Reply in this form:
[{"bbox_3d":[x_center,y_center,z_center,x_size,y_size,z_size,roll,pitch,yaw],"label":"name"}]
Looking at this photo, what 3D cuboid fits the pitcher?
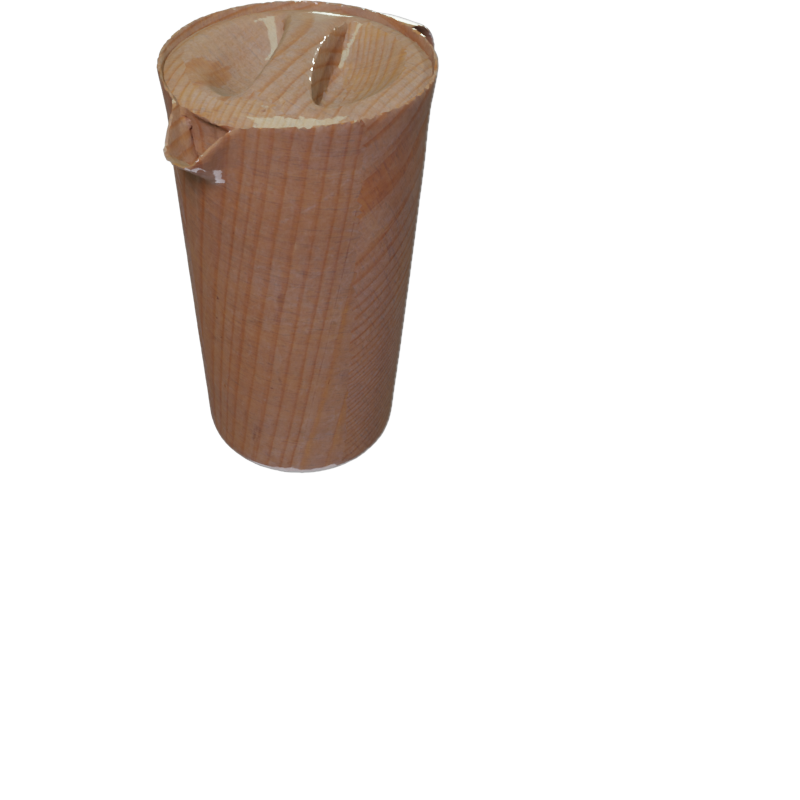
[{"bbox_3d":[-0.047,-0.085,0.598,0.148,0.227,0.156,-4,41,-8],"label":"pitcher"}]
